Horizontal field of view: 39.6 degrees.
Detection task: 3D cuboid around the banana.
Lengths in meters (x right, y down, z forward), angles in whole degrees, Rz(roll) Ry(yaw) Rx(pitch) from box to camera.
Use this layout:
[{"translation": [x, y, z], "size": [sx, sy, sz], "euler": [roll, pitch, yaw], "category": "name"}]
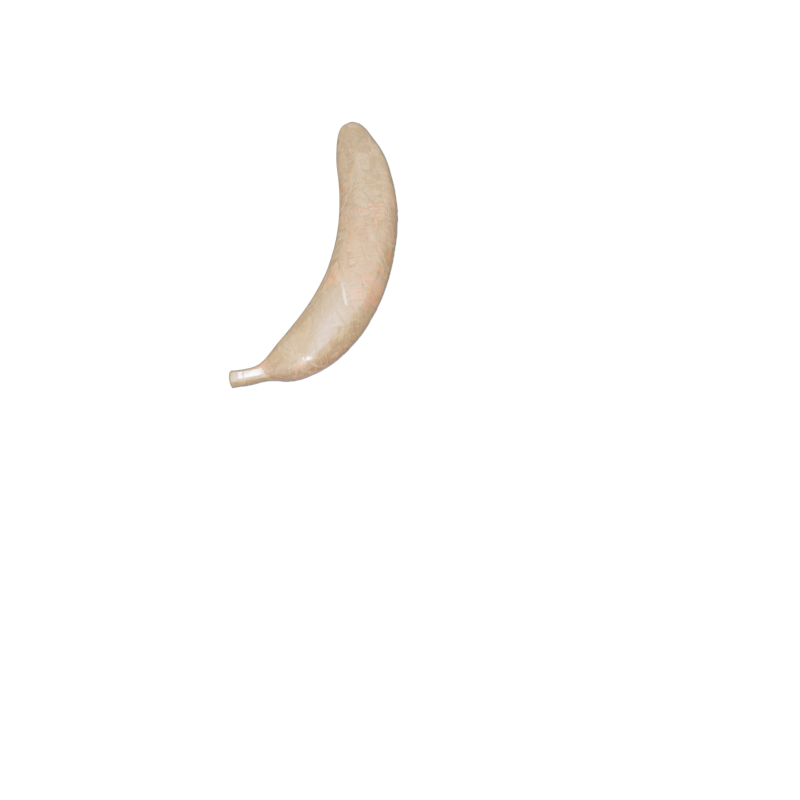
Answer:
[{"translation": [-0.038, -0.089, 0.685], "size": [0.071, 0.206, 0.035], "euler": [18, -25, 8], "category": "banana"}]
